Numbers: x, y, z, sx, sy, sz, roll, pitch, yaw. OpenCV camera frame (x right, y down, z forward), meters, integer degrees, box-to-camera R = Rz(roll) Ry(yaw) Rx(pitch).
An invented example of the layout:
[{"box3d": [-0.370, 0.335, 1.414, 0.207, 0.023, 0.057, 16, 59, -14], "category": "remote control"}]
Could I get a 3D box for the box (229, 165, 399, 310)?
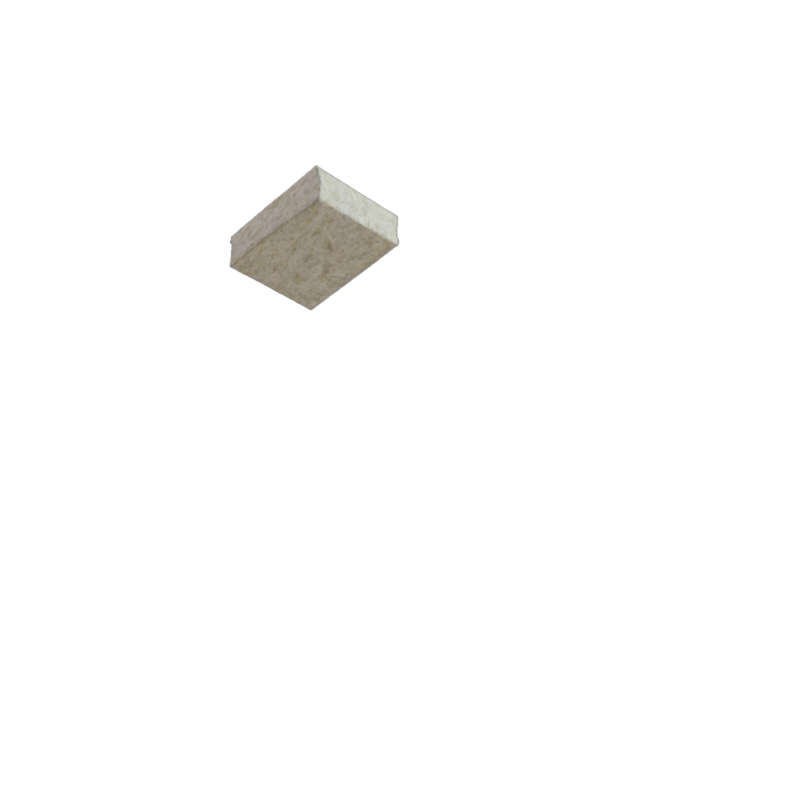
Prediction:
[{"box3d": [-0.071, -0.129, 0.901, 0.084, 0.042, 0.113, 29, -45, -34], "category": "box"}]
